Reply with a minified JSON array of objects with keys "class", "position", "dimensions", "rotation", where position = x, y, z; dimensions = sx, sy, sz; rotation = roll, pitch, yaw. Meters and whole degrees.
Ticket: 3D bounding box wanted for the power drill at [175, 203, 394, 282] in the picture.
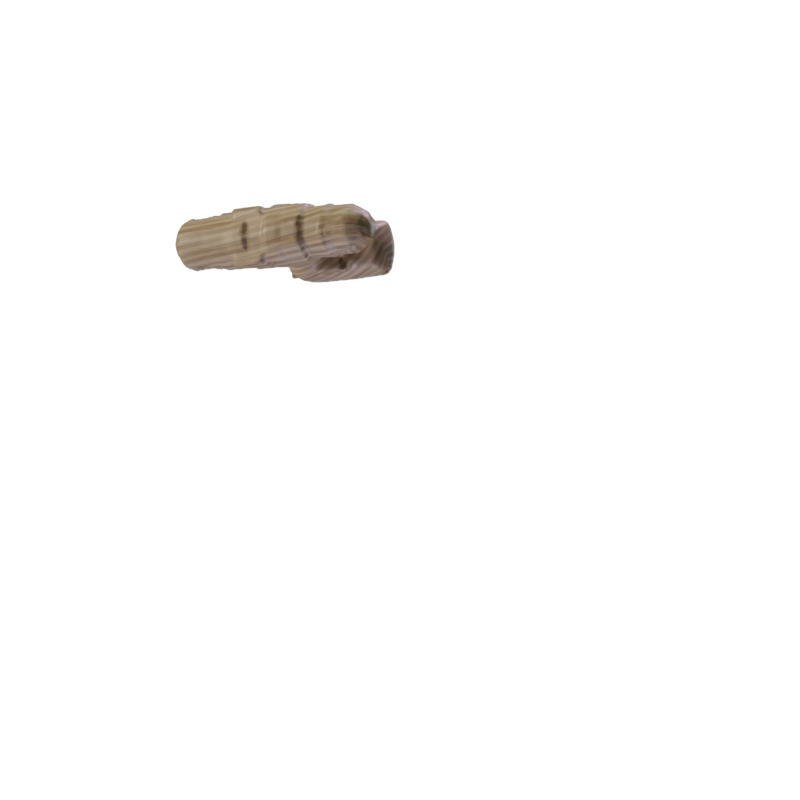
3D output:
[{"class":"power drill","position":[-0.077,-0.140,0.982],"dimensions":[0.190,0.058,0.181],"rotation":[0,1,27]}]
